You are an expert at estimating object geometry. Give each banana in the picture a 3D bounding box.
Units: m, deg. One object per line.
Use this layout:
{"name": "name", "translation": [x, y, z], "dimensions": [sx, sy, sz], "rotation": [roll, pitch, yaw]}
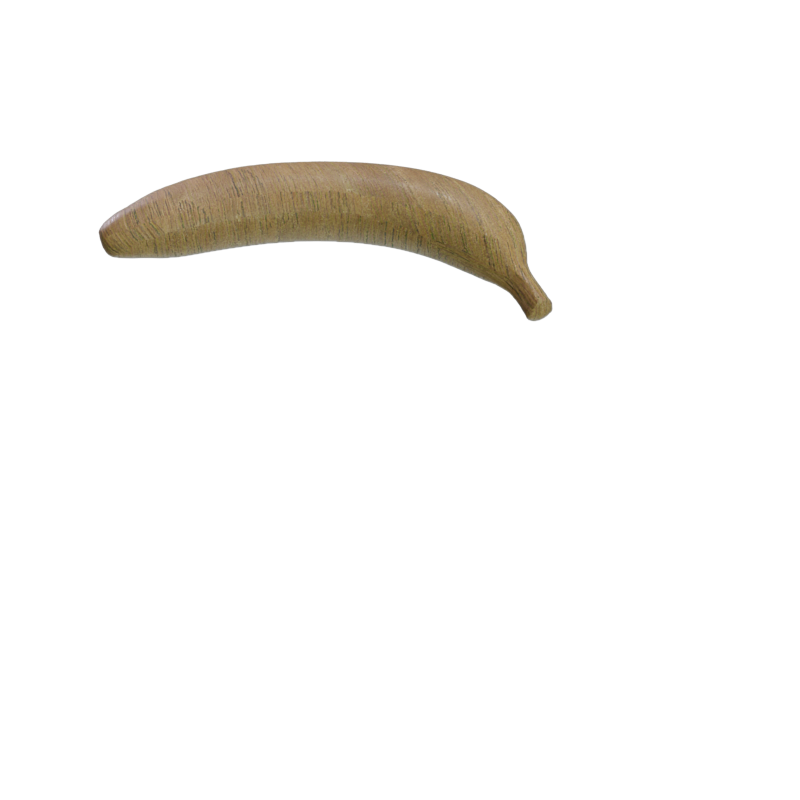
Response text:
{"name": "banana", "translation": [-0.031, -0.080, 0.491], "dimensions": [0.201, 0.034, 0.073], "rotation": [8, 39, 9]}
